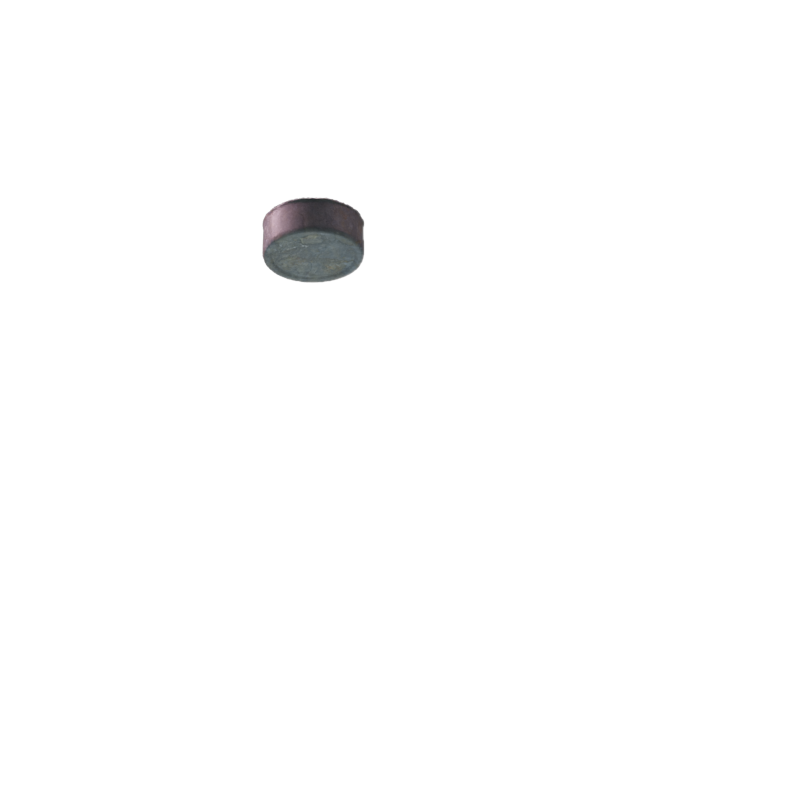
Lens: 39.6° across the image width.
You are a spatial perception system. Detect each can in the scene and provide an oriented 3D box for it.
[{"bbox_3d":[-0.072,-0.132,0.925,0.086,0.036,0.081,1,-26,-2],"label":"can"}]
